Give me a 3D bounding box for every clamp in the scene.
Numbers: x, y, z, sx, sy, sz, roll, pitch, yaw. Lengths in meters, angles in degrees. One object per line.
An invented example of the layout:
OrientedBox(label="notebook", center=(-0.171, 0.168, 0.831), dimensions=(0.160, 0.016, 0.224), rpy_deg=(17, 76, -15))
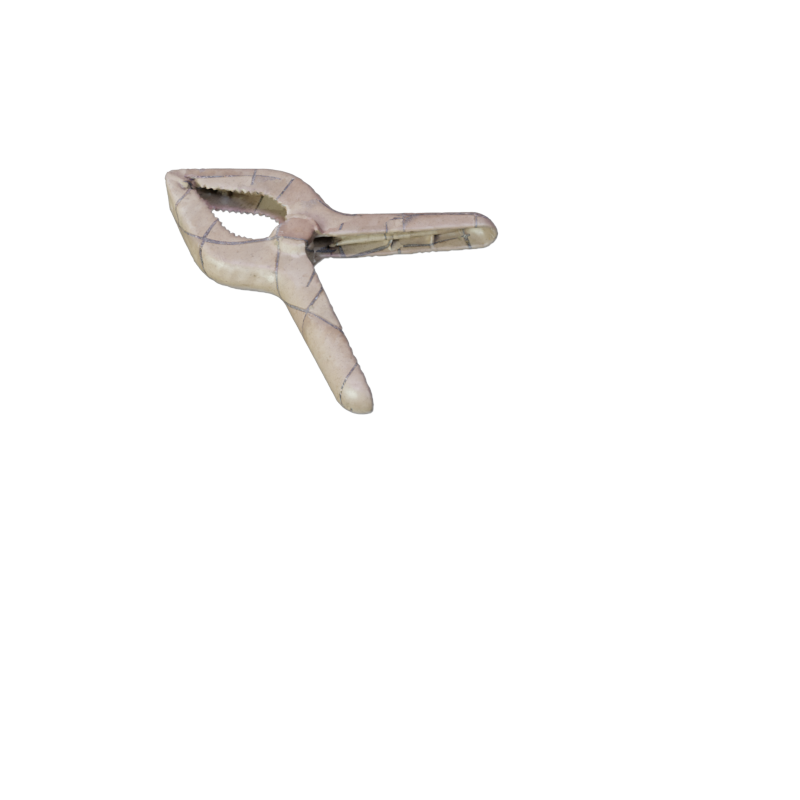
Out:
OrientedBox(label="clamp", center=(-0.055, -0.100, 0.698), dimensions=(0.221, 0.034, 0.167), rpy_deg=(32, 58, 23))
